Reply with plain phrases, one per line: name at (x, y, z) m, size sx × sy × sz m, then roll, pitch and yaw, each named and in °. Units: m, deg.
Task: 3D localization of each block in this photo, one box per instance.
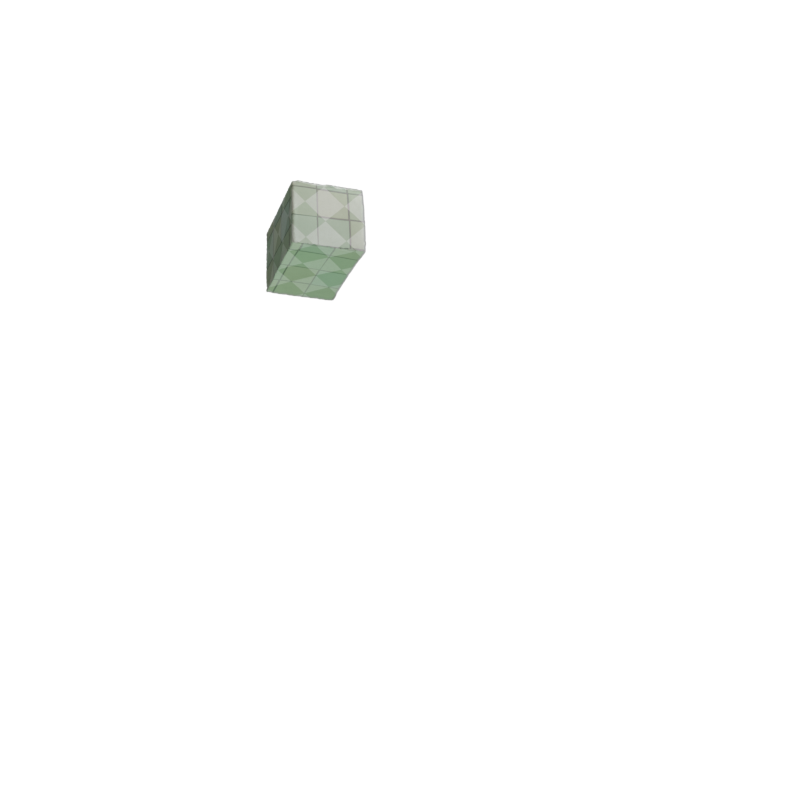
block at (-0.061, -0.111, 0.780) m, size 0.051 × 0.054 × 0.076 m, roll 8°, pitch -26°, yaw -18°
